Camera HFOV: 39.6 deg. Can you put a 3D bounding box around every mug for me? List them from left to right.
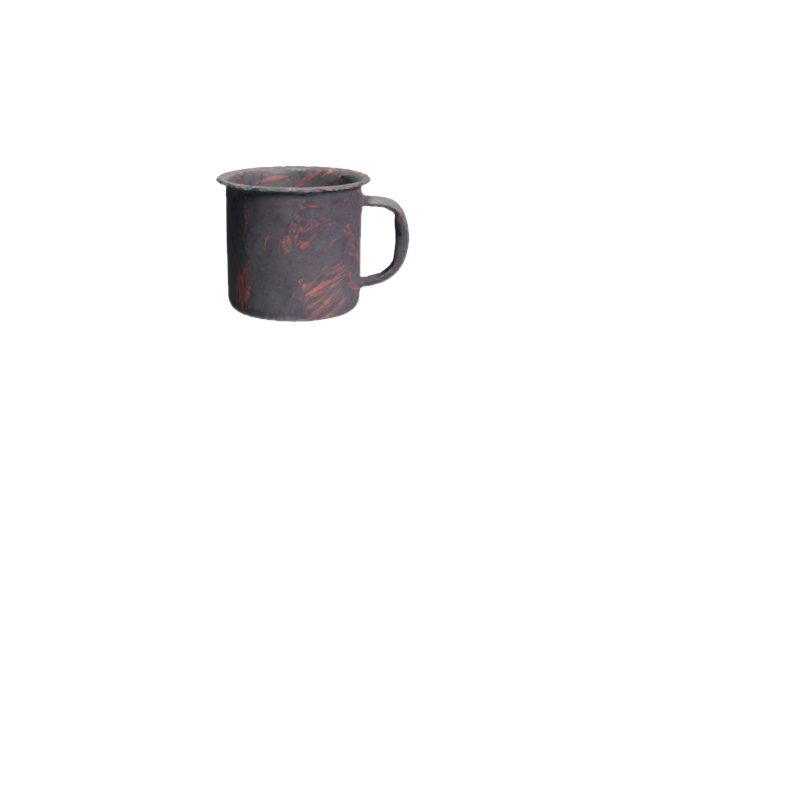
[{"bbox_3d":[-0.053,-0.097,0.678,0.116,0.079,0.097,-1,16,-5],"label":"mug"}]
